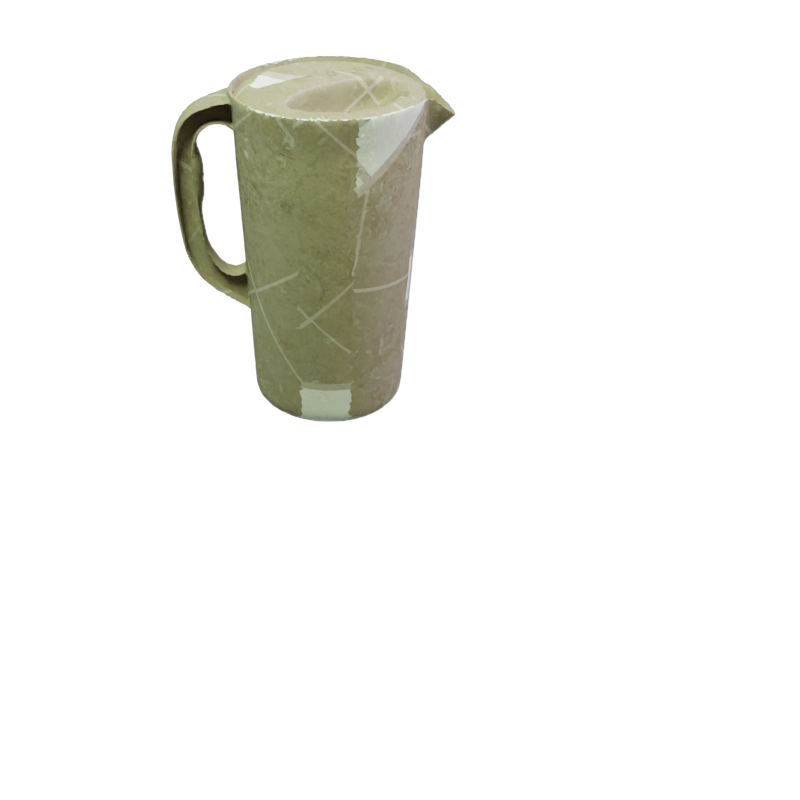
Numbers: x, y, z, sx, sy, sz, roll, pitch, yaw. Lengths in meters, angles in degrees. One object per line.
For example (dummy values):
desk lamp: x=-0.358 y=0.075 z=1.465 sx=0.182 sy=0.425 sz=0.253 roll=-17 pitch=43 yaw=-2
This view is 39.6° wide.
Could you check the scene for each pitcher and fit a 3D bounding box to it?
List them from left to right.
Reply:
pitcher: x=-0.061 y=-0.111 z=0.777 sx=0.158 sy=0.229 sz=0.145 roll=23 pitch=35 yaw=33
